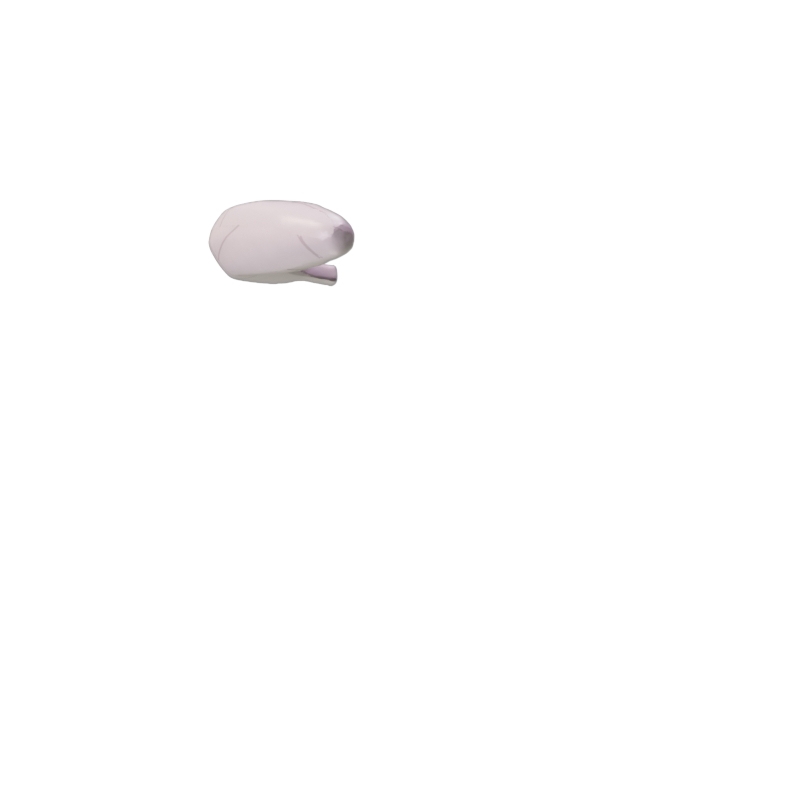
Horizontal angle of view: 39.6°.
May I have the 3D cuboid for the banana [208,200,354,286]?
[{"bbox_3d":[-0.062,-0.079,0.555,0.069,0.037,0.198,0,3,-5],"label":"banana"}]
